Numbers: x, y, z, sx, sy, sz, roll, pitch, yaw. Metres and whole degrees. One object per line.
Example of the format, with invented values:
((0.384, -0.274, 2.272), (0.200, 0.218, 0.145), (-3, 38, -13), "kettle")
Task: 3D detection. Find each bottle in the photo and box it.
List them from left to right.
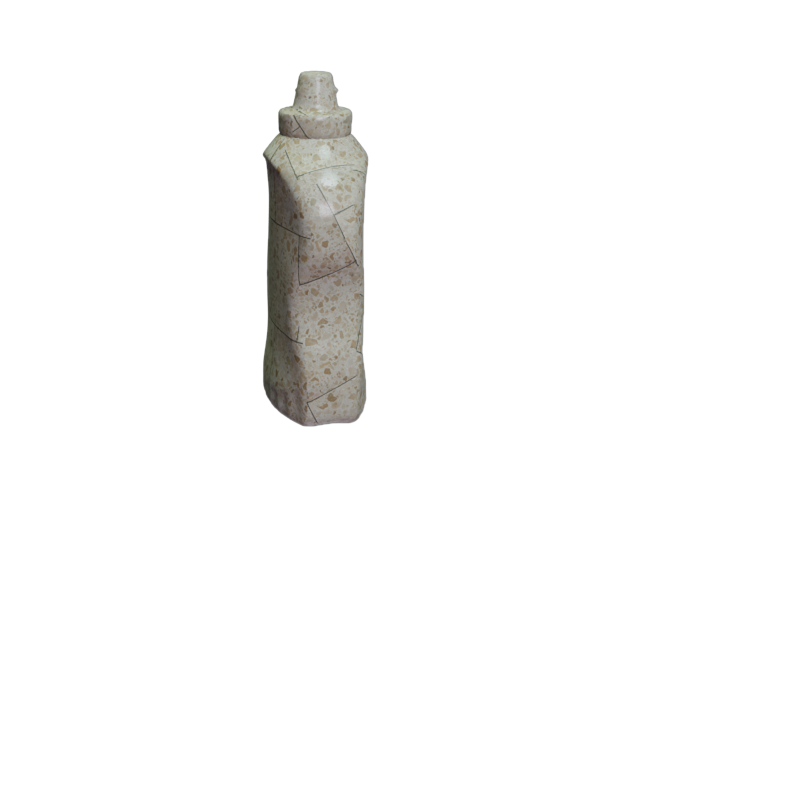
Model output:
((-0.049, -0.090, 0.630), (0.057, 0.184, 0.101), (-3, 18, -13), "bottle")
